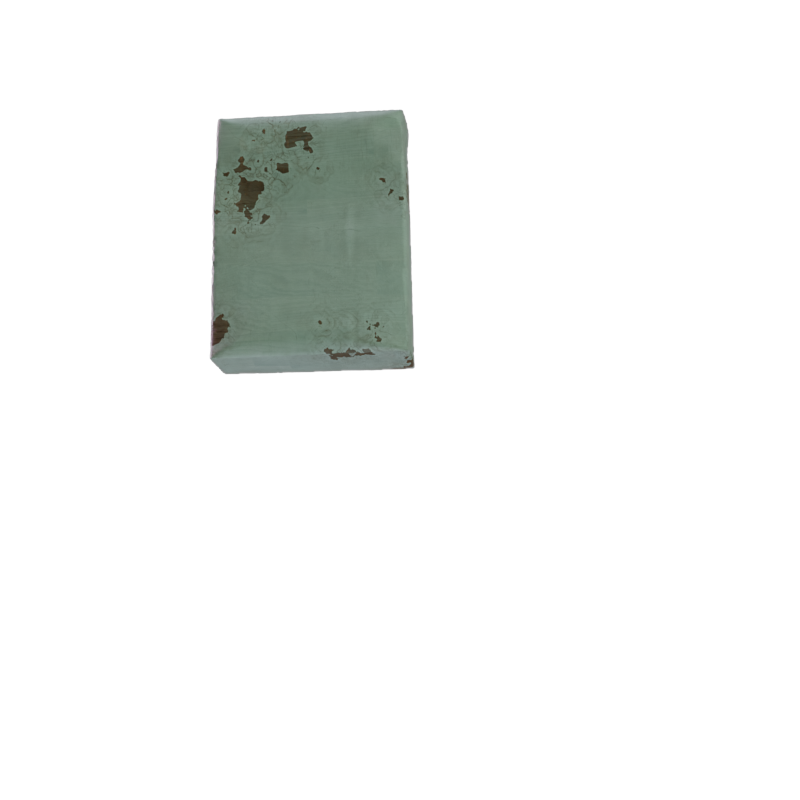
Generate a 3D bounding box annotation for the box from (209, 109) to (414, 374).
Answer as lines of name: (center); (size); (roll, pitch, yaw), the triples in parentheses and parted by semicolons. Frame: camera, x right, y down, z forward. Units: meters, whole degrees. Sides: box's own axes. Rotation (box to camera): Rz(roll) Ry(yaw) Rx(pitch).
box: (-0.073, -0.133, 0.935); (0.165, 0.223, 0.068); (-2, -17, 6)
